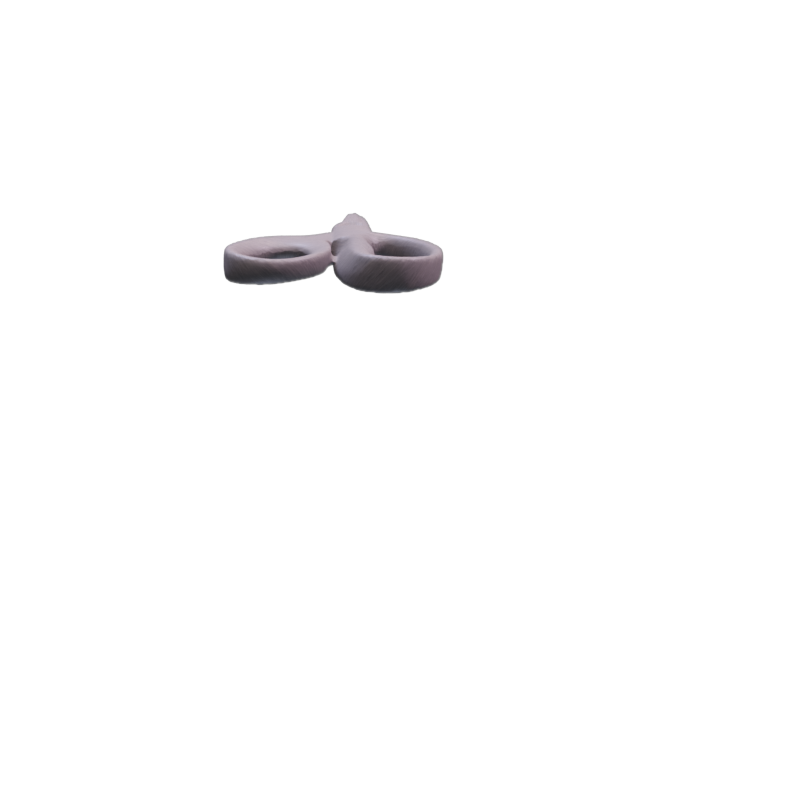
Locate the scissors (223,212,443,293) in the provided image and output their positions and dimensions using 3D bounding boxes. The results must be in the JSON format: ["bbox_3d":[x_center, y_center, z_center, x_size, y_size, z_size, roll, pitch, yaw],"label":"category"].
[{"bbox_3d":[-0.040,-0.072,0.505,0.095,0.015,0.210,-4,15,-14],"label":"scissors"}]
